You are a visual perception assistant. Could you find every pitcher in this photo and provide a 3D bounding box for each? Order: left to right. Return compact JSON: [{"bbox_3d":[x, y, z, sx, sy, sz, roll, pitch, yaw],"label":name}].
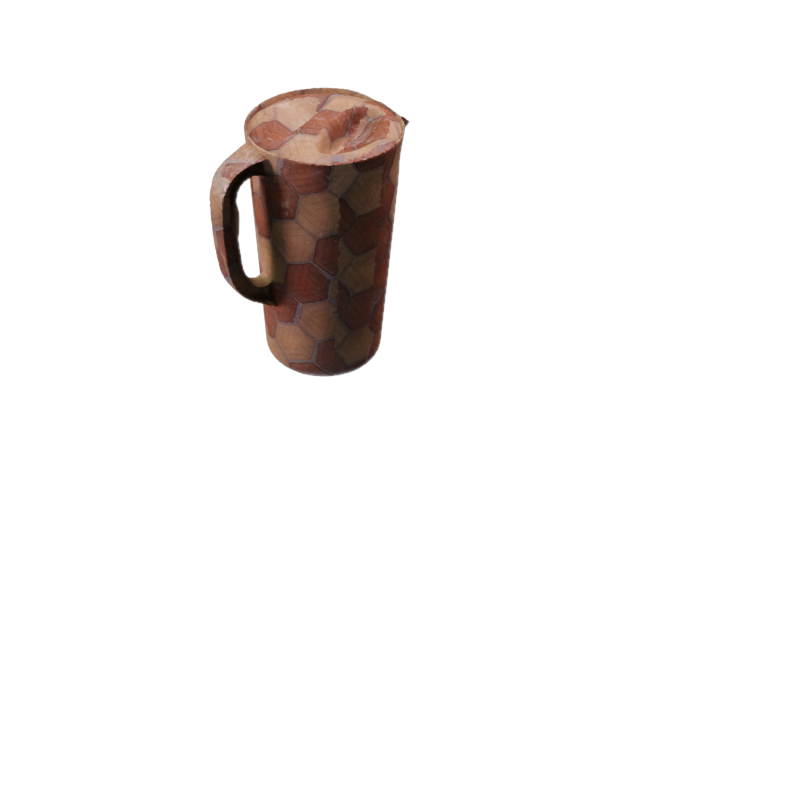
[{"bbox_3d":[-0.076,-0.139,0.974,0.151,0.227,0.153,7,38,6],"label":"pitcher"}]
